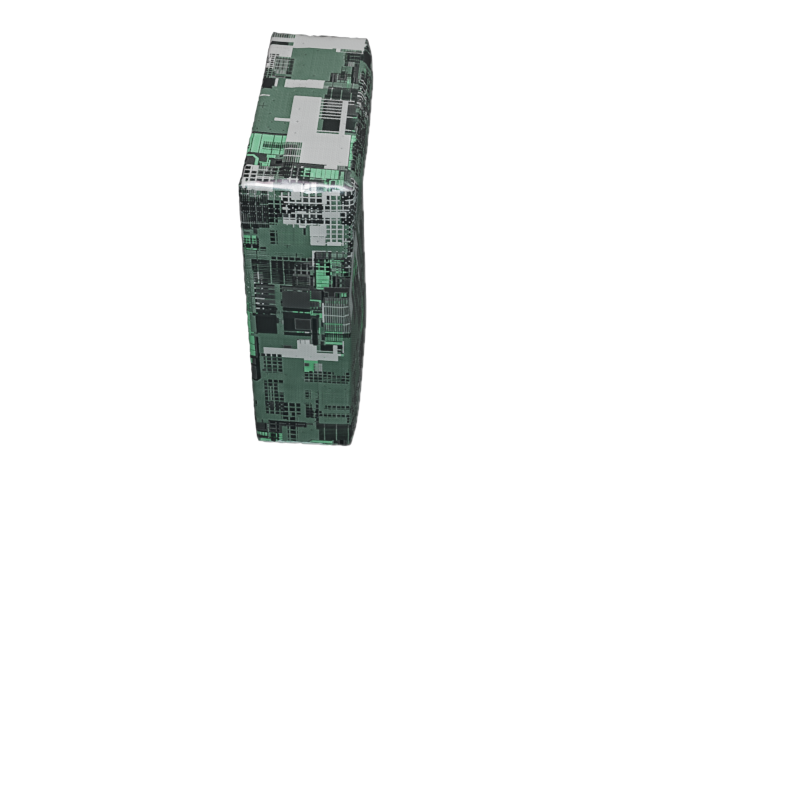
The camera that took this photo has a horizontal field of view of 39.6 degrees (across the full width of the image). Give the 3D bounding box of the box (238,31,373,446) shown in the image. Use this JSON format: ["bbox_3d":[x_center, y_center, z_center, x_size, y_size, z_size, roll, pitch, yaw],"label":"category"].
[{"bbox_3d":[-0.056,-0.102,0.712,0.072,0.199,0.176,3,45,-1],"label":"box"}]
